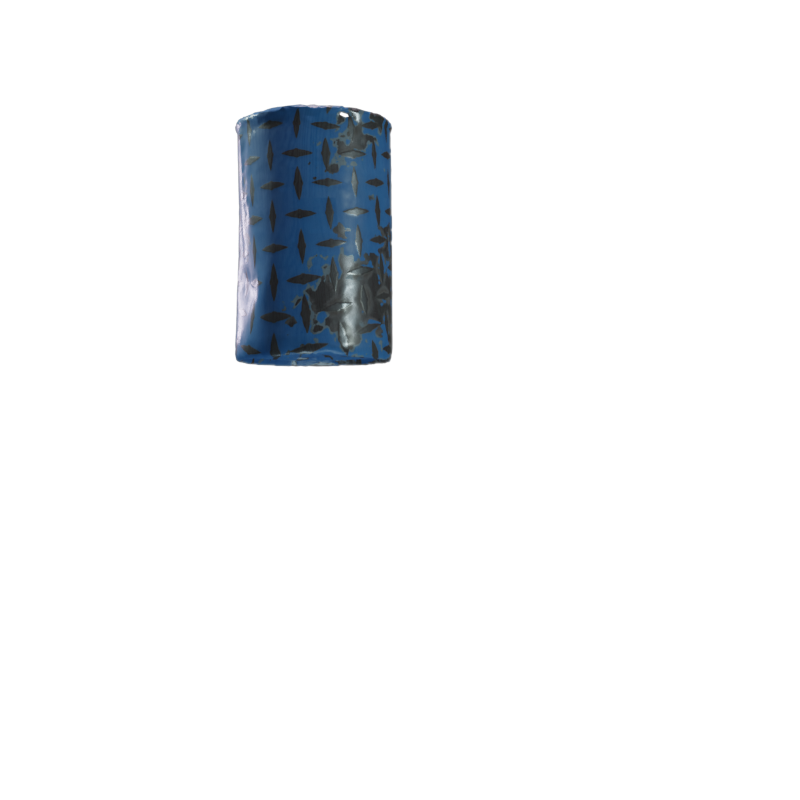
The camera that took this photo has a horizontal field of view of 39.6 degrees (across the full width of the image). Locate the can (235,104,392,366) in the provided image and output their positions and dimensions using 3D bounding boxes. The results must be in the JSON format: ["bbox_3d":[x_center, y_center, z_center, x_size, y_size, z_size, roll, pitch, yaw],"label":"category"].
[{"bbox_3d":[-0.037,-0.067,0.472,0.068,0.105,0.067,0,-8,-2],"label":"can"}]
